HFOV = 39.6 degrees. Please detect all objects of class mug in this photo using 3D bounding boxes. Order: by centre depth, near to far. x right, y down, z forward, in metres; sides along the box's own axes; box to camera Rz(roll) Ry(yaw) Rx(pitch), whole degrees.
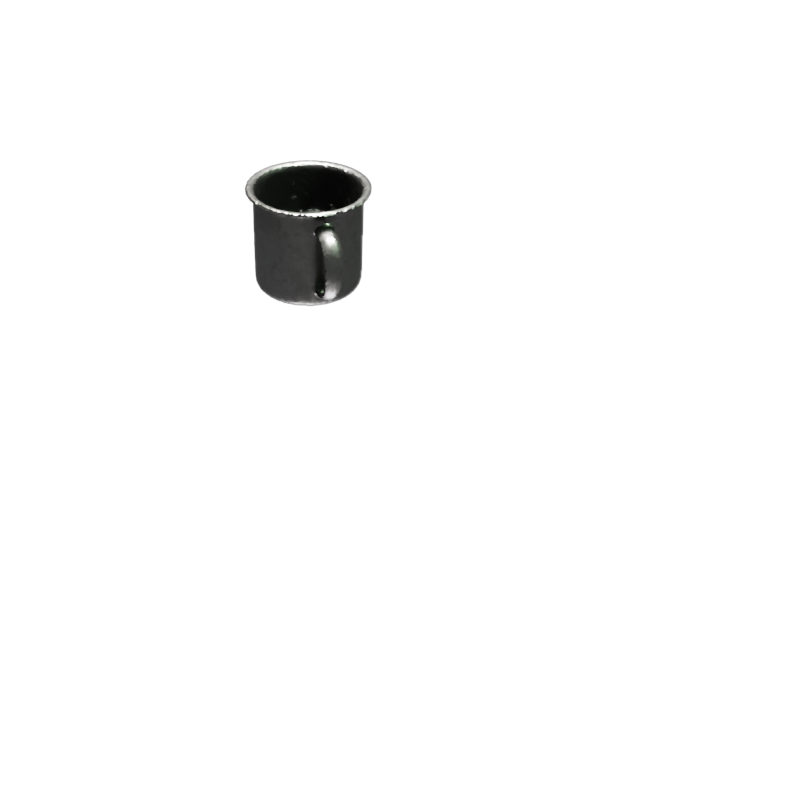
[{"bbox_3d":[-0.064,-0.117,0.822,0.092,0.077,0.126,-11,35,-17],"label":"mug"}]
